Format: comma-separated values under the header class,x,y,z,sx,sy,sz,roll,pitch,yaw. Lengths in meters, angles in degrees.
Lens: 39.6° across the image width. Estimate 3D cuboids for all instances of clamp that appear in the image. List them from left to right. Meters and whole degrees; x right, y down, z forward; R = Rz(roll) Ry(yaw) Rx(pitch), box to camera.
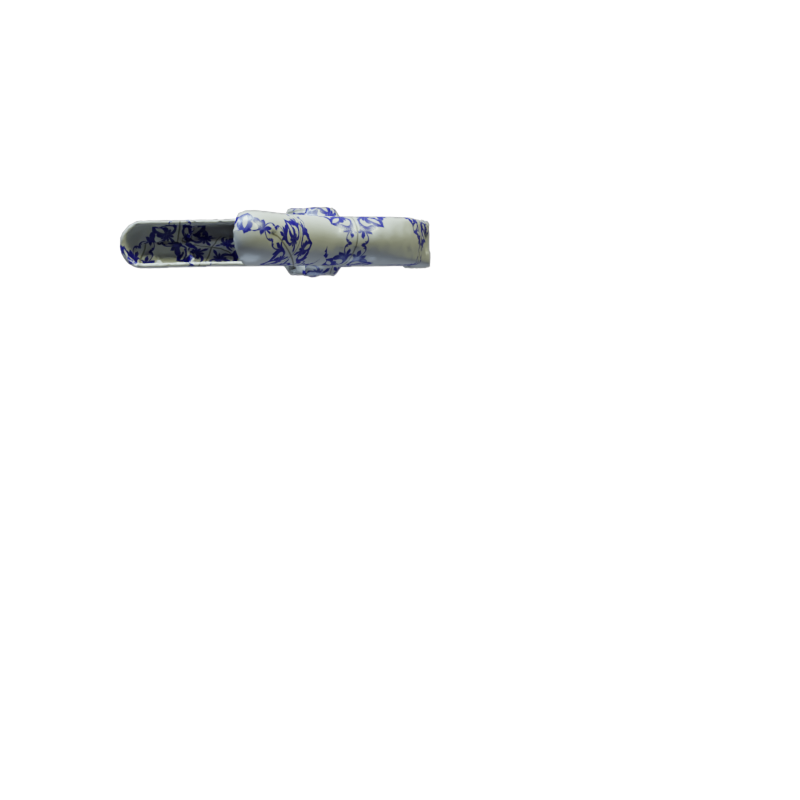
class,x,y,z,sx,sy,sz,roll,pitch,yaw
clamp,-0.044,-0.081,0.568,0.166,0.038,0.126,-7,14,-30
